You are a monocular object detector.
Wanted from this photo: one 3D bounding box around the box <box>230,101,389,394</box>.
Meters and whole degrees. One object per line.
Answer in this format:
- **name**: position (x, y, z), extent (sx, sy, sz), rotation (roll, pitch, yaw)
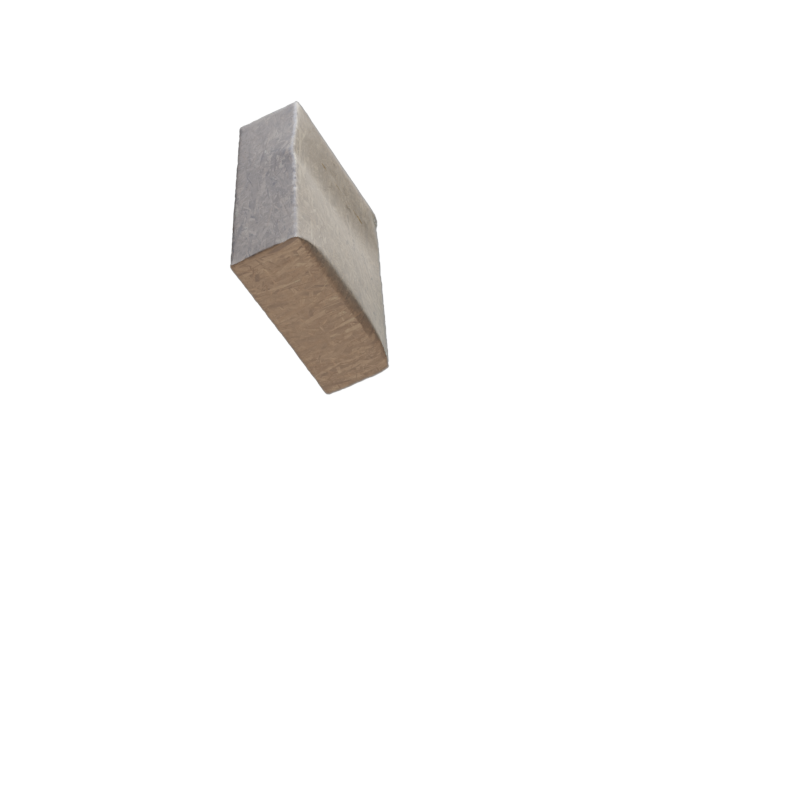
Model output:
- **box**: position (-0.077, -0.140, 0.978), extent (0.072, 0.229, 0.152), rotation (-24, -51, 16)
